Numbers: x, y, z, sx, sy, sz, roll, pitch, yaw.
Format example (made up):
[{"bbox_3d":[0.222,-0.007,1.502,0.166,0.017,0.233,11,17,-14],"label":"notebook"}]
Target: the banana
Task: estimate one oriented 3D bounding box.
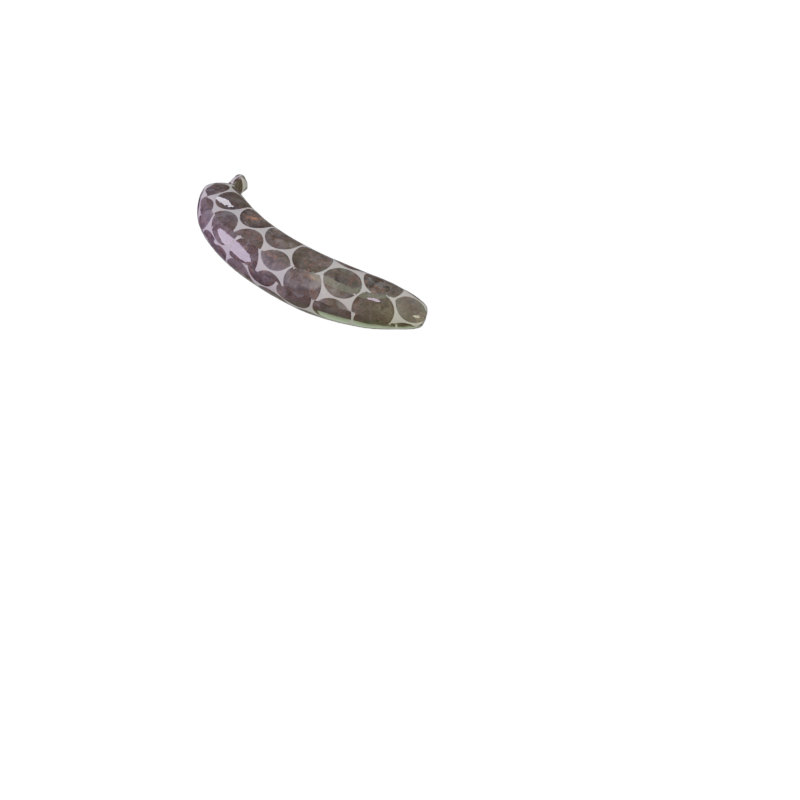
[{"bbox_3d":[-0.071,-0.093,0.690,0.069,0.034,0.212,-27,49,-28],"label":"banana"}]
